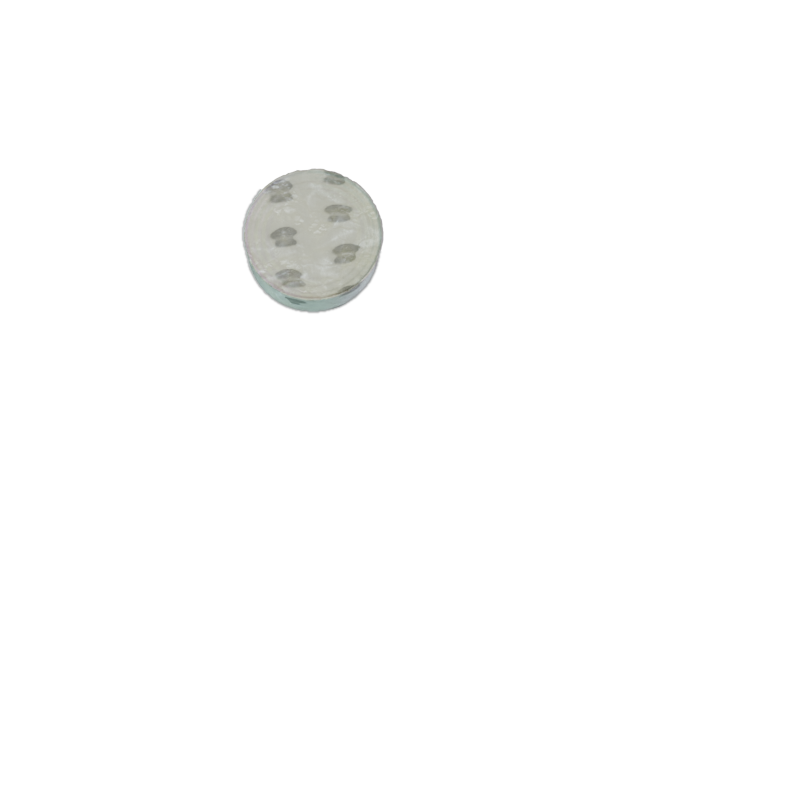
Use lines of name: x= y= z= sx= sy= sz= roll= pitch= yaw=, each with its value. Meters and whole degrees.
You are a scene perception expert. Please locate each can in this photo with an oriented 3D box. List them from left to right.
can: x=-0.054 y=-0.099 z=0.694 sx=0.086 sy=0.090 sz=0.032 roll=-1 pitch=-18 yaw=-1
